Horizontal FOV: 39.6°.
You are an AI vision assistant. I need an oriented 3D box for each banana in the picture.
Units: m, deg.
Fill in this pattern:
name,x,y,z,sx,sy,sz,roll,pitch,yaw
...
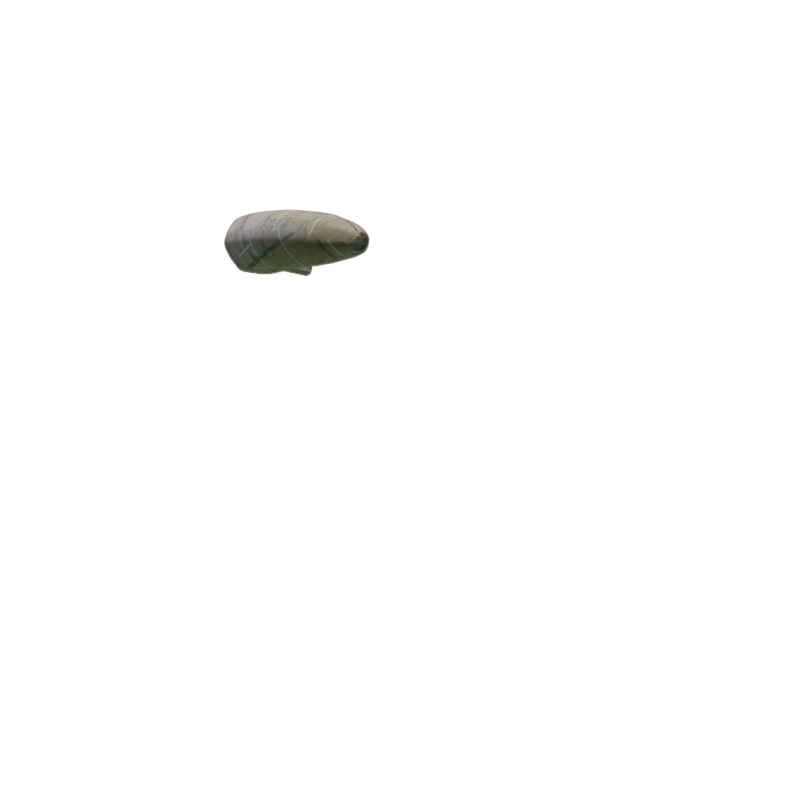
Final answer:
name,x,y,z,sx,sy,sz,roll,pitch,yaw
banana,-0.073,-0.099,0.693,0.068,0.037,0.201,-1,4,-13
